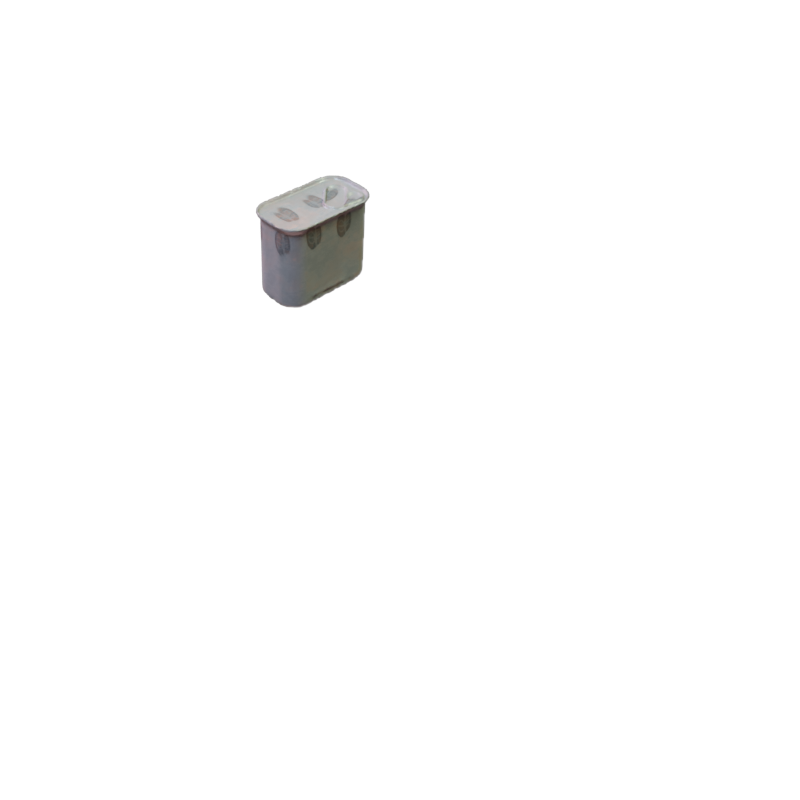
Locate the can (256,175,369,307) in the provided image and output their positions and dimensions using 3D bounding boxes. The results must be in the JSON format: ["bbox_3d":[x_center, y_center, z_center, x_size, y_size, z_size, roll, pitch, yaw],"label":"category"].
[{"bbox_3d":[-0.077,-0.141,0.984,0.102,0.078,0.061,-30,47,-35],"label":"can"}]
